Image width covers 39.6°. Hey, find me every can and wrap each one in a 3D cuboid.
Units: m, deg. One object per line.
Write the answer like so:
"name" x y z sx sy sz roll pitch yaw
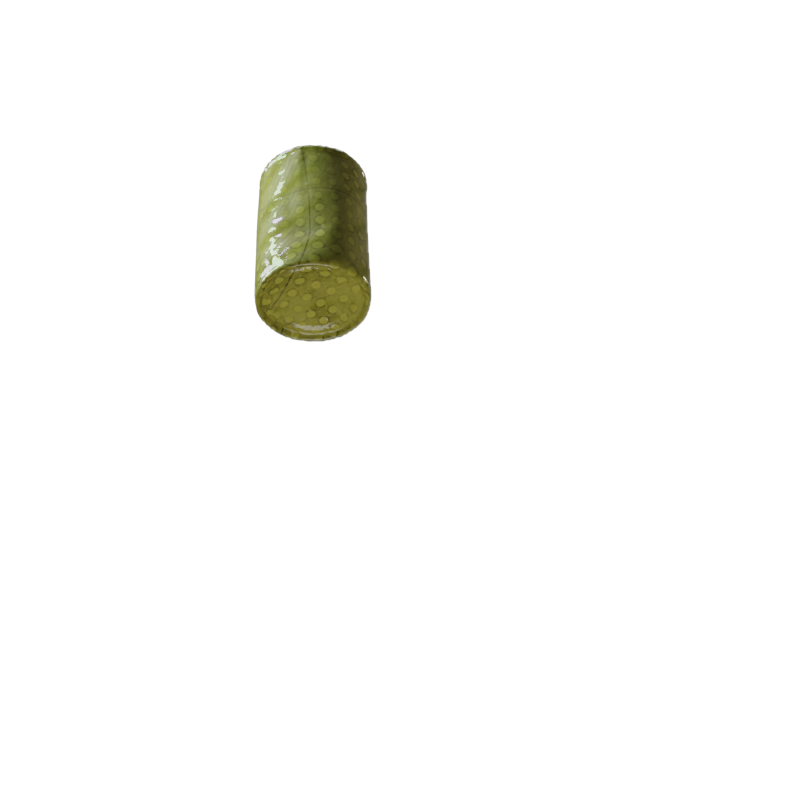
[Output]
"can" -0.052 -0.094 0.660 0.068 0.110 0.064 -1 -43 -3
